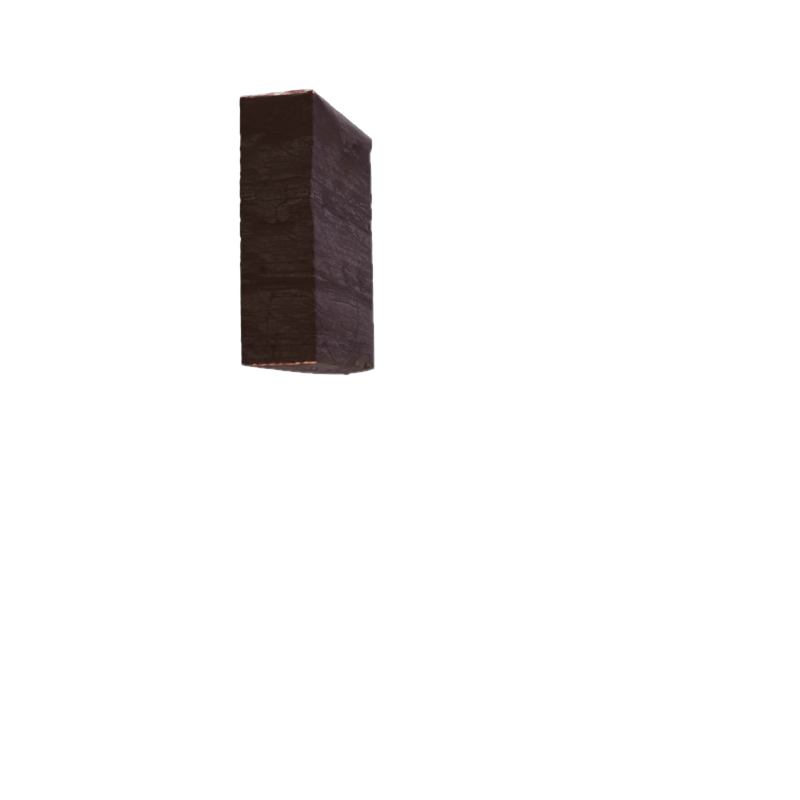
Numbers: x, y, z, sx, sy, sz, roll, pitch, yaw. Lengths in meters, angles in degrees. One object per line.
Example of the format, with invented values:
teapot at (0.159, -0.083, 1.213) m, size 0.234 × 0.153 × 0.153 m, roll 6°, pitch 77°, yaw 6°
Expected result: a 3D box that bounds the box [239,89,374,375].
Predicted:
box at (-0.072, -0.131, 0.917) m, size 0.073 × 0.218 × 0.158 m, roll -3°, pitch -7°, yaw 16°
